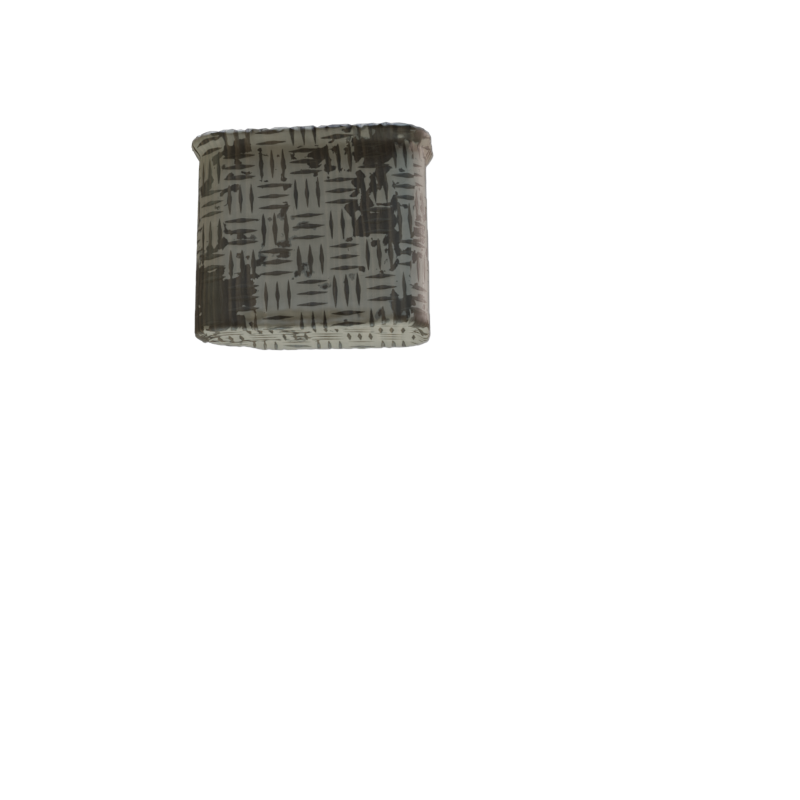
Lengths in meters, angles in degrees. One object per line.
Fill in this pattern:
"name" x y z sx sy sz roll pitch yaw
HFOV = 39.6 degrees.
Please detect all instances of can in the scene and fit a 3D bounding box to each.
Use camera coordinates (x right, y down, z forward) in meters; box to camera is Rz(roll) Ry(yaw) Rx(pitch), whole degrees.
"can" -0.036 -0.067 0.466 0.103 0.087 0.055 -2 -13 6
